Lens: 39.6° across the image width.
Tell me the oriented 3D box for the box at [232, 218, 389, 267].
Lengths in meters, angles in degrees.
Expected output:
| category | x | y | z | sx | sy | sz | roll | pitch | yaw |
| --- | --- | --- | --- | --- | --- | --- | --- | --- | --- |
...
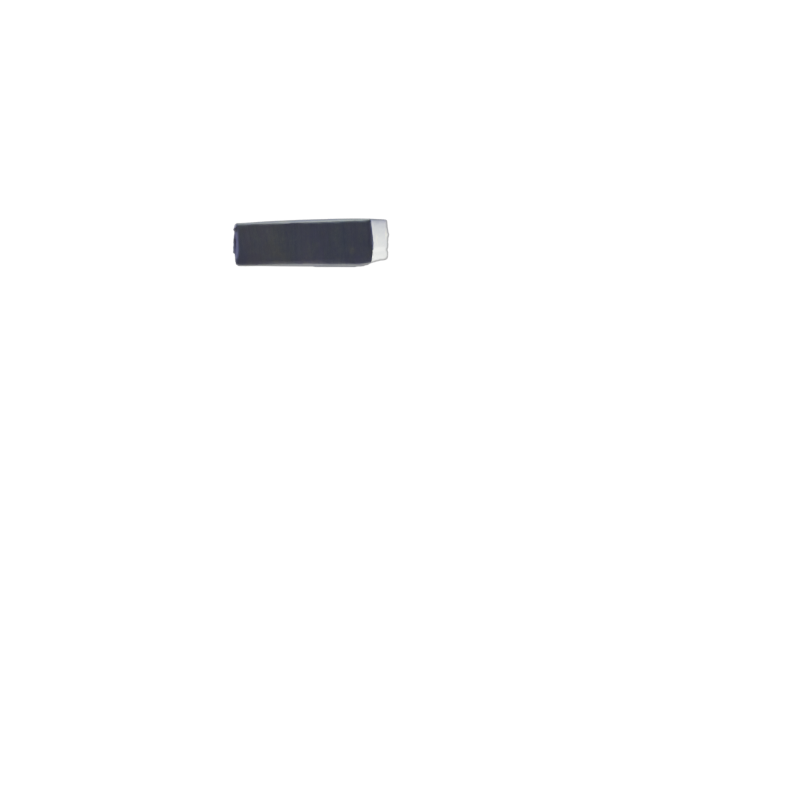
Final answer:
| category | x | y | z | sx | sy | sz | roll | pitch | yaw |
| --- | --- | --- | --- | --- | --- | --- | --- | --- | --- |
| box | -0.071 | -0.129 | 0.907 | 0.115 | 0.038 | 0.090 | 2 | 9 | 10 |
